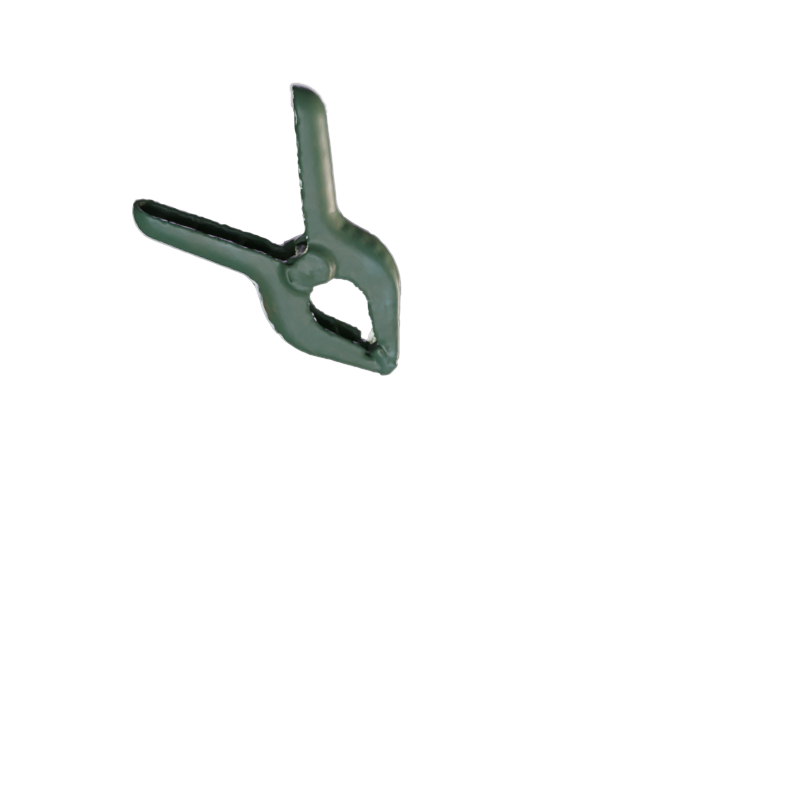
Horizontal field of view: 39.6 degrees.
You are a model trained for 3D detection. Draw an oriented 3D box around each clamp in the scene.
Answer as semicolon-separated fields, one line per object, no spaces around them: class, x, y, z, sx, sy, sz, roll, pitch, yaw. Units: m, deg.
clamp;-0.048;-0.087;0.609;0.119;0.163;0.042;-40;24;21
